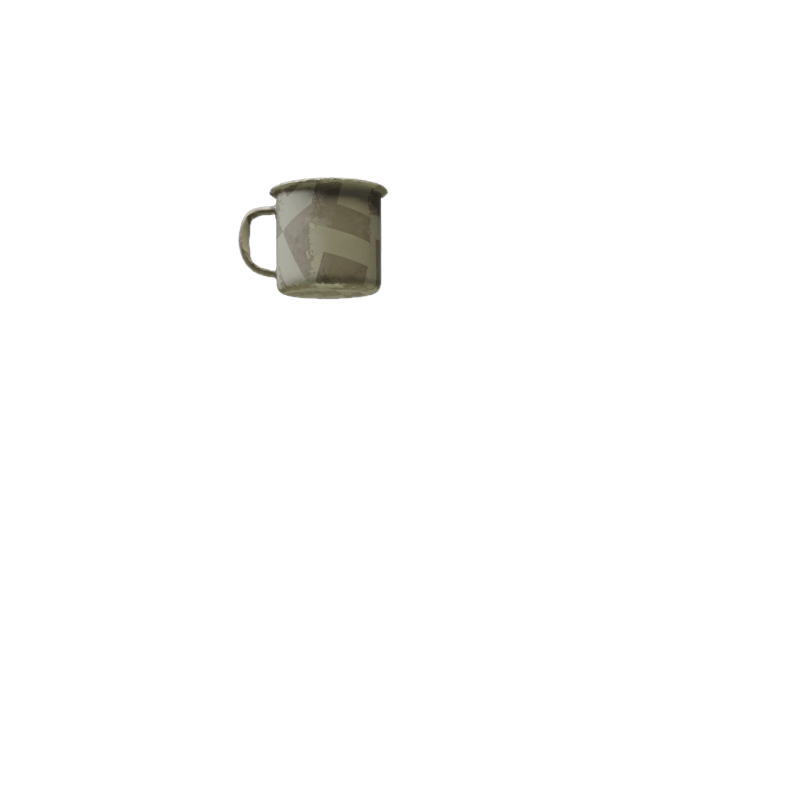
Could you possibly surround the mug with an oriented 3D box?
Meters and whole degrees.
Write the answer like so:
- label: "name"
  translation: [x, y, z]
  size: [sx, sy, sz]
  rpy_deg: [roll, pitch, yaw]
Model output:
- label: "mug"
  translation: [-0.068, -0.123, 0.864]
  size: [0.117, 0.083, 0.092]
  rpy_deg: [0, -6, -1]
